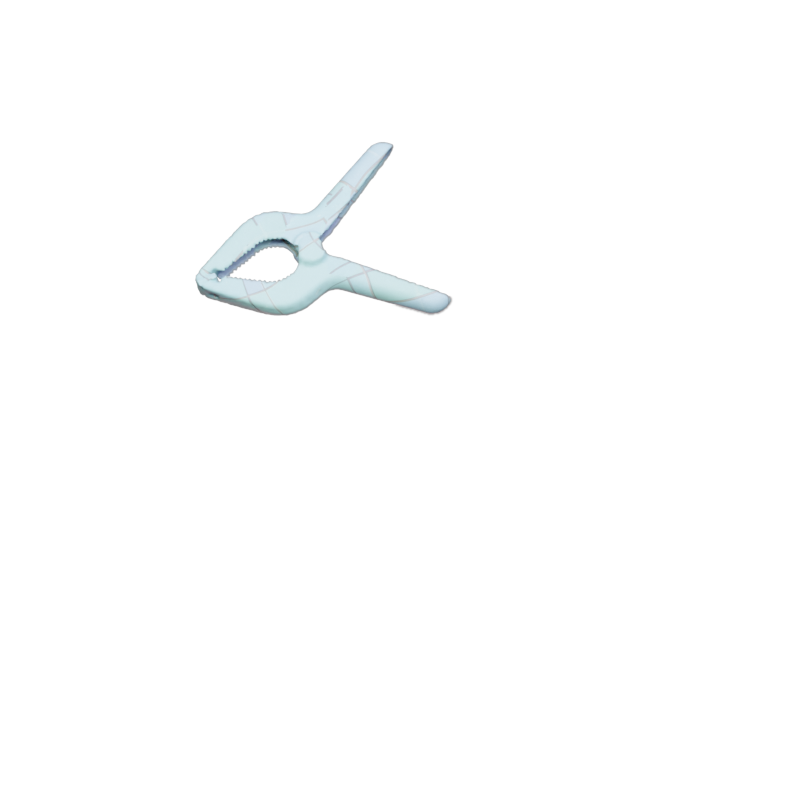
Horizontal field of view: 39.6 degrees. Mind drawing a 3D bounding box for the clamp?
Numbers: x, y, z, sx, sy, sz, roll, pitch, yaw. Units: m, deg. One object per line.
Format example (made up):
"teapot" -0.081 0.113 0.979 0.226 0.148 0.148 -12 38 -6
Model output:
"clamp" -0.075 -0.137 0.960 0.209 0.174 0.035 -10 -21 -4
